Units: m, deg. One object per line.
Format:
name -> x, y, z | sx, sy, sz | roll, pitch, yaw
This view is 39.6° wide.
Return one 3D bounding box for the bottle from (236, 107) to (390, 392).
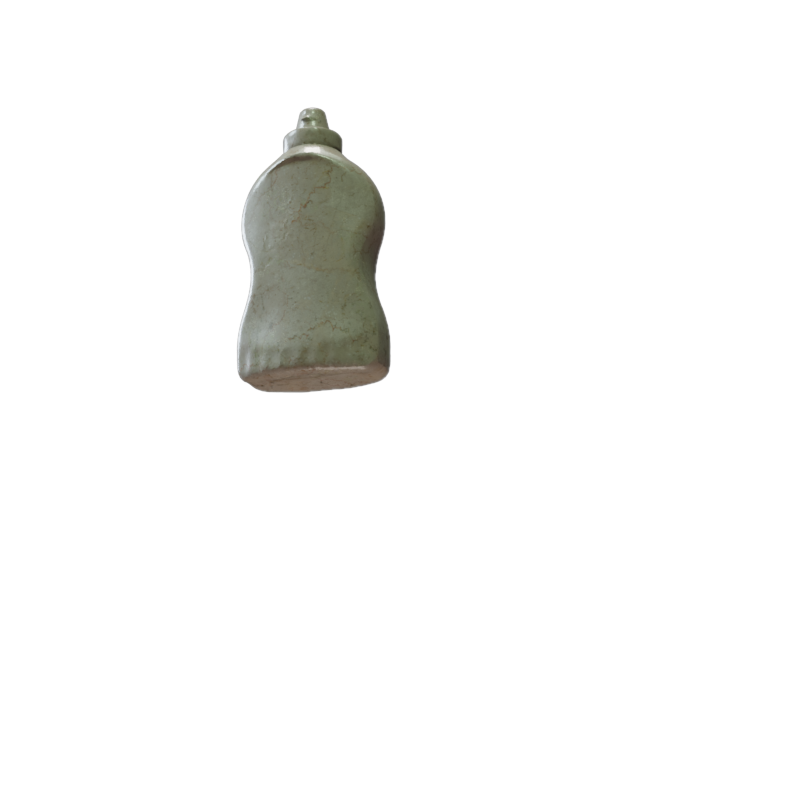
bottle -> -0.058, -0.105, 0.734 | 0.098, 0.201, 0.055 | -8, -21, 18
